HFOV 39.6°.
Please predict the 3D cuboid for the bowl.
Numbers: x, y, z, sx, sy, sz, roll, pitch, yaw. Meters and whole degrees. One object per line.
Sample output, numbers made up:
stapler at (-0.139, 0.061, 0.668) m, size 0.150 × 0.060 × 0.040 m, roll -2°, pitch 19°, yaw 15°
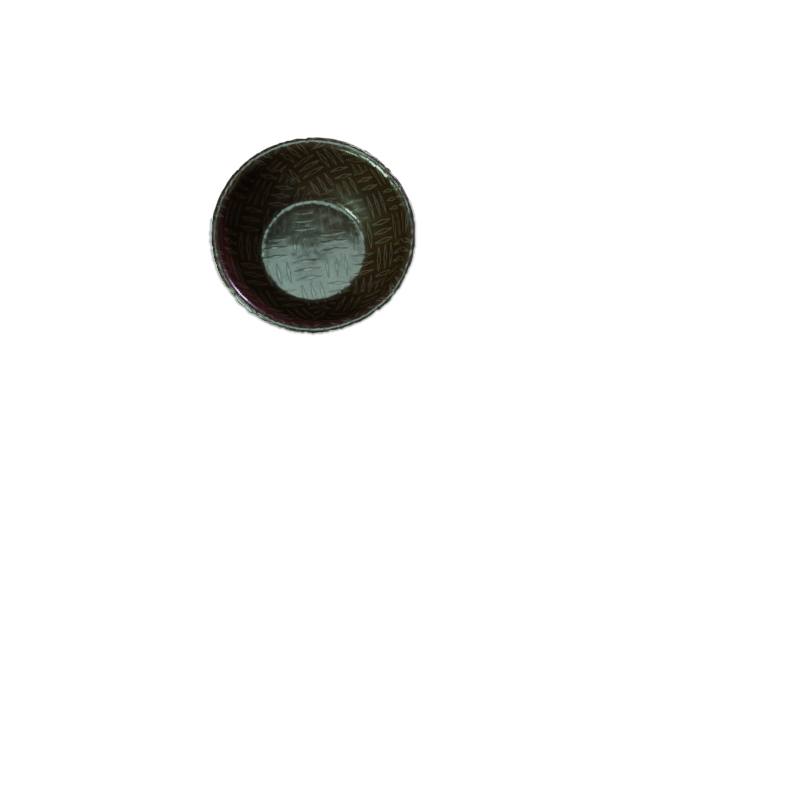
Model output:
bowl at (-0.070, -0.128, 0.895) m, size 0.162 × 0.168 × 0.053 m, roll -1°, pitch -15°, yaw -1°
